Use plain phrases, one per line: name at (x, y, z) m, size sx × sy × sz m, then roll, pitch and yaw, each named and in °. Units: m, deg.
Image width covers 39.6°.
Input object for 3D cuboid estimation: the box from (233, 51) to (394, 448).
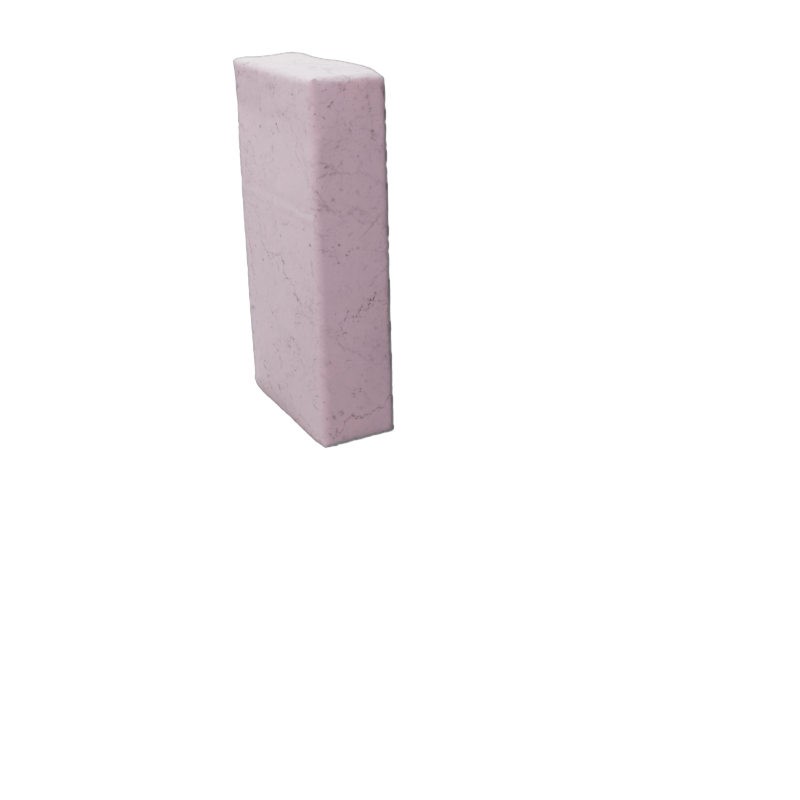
box at (-0.042, -0.078, 0.545) m, size 0.047 × 0.169 × 0.099 m, roll -8°, pitch 21°, yaw -27°
